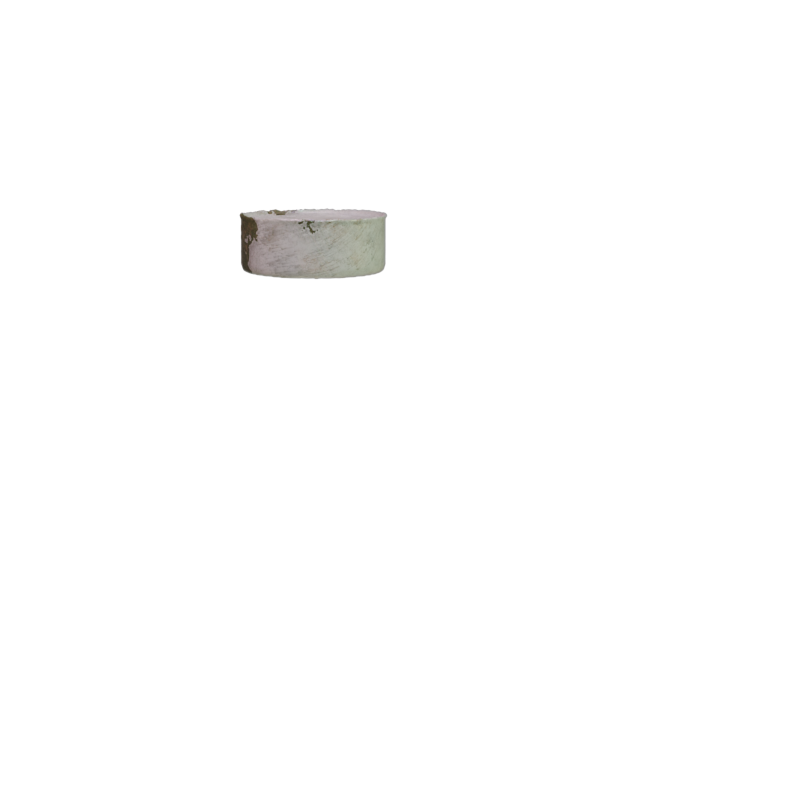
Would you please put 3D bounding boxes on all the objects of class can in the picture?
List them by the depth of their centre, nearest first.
[{"bbox_3d":[-0.051,-0.092,0.646,0.086,0.033,0.088,0,12,-2],"label":"can"}]
